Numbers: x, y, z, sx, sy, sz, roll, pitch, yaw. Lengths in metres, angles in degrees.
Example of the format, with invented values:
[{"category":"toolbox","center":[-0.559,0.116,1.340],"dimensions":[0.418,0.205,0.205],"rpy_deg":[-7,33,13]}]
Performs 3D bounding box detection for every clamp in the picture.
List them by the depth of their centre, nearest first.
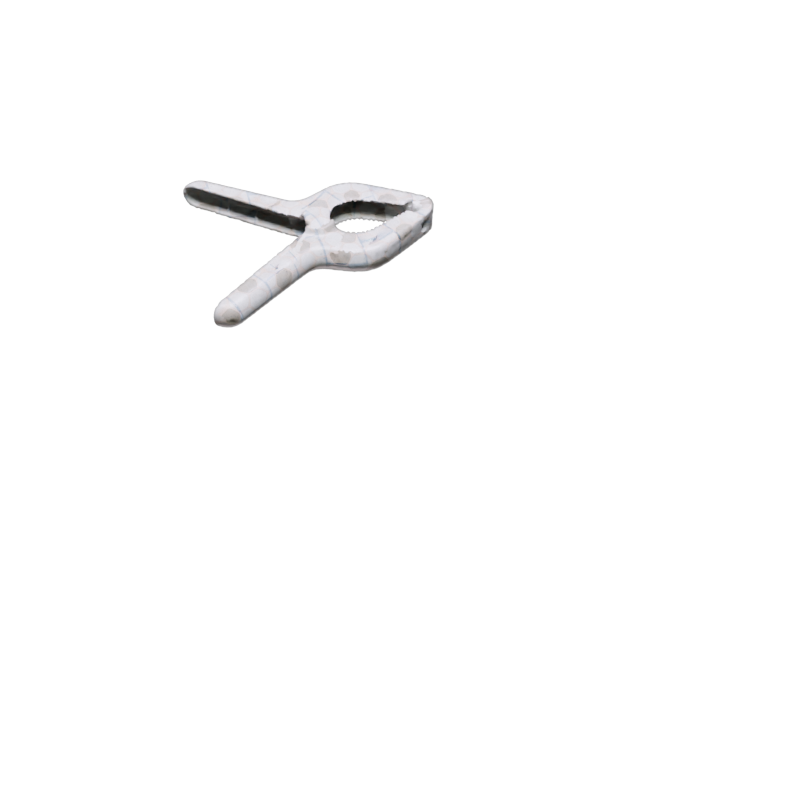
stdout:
[{"category":"clamp","center":[-0.072,-0.132,0.921],"dimensions":[0.209,0.178,0.034],"rpy_deg":[-6,-41,-5]}]
